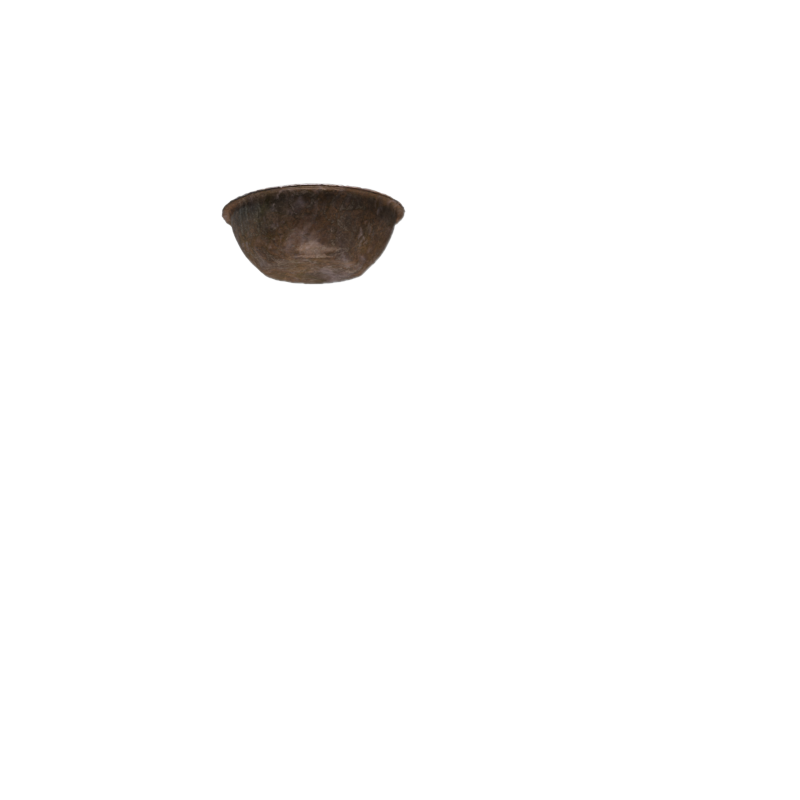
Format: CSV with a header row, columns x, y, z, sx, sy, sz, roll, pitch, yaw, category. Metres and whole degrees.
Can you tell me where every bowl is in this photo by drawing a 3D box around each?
x,y,z,sx,sy,sz,roll,pitch,yaw,category
-0.076,-0.139,0.973,0.162,0.057,0.157,0,-9,-2,bowl
